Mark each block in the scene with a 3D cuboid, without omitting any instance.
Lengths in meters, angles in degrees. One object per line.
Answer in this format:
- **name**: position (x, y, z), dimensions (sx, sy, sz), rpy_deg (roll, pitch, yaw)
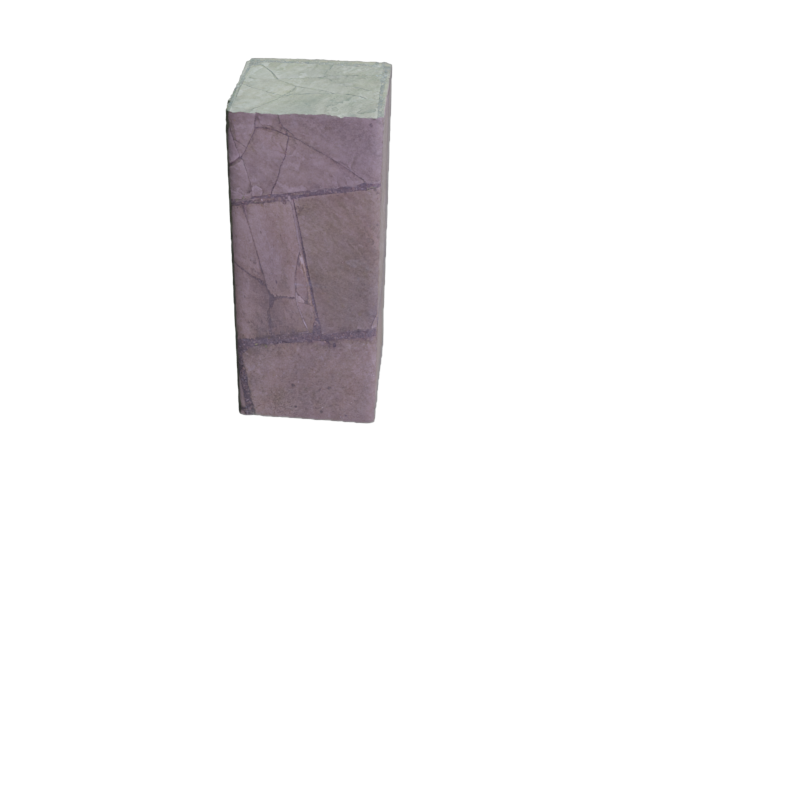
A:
- **block**: position (-0.054, -0.098, 0.685), dimensions (0.091, 0.194, 0.096), rpy_deg (4, 32, 2)
